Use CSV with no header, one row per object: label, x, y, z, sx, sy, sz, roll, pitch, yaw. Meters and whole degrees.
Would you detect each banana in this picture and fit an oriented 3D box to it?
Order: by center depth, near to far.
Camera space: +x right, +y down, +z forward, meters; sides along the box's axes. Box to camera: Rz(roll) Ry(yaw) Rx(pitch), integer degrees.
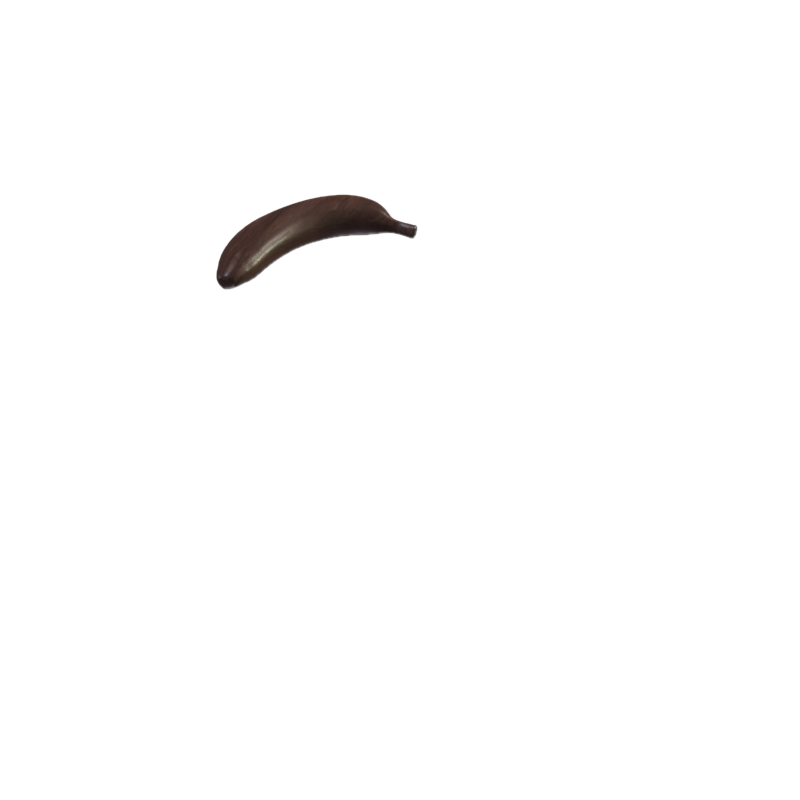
banana,-0.079,-0.136,0.908,0.195,0.035,0.074,-22,36,-34
